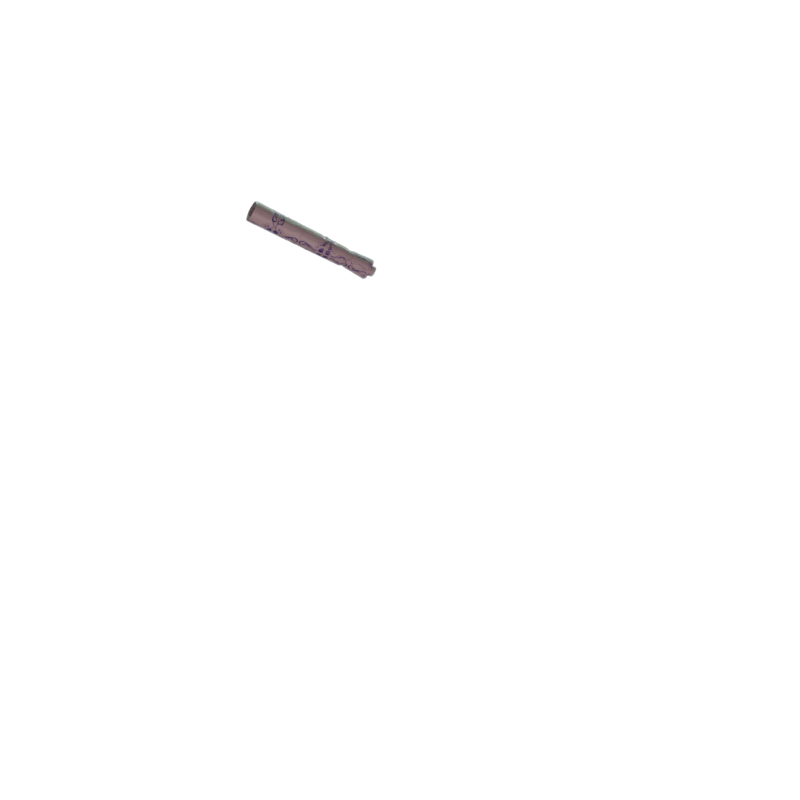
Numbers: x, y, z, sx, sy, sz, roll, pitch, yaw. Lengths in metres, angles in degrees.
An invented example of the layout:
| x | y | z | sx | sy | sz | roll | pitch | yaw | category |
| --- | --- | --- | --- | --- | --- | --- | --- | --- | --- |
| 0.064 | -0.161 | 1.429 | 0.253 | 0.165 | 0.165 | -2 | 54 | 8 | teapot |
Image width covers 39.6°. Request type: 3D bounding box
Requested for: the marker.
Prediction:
| x | y | z | sx | sy | sz | roll | pitch | yaw | category |
| --- | --- | --- | --- | --- | --- | --- | --- | --- | --- |
| -0.074 | -0.135 | 0.945 | 0.117 | 0.020 | 0.020 | 25 | -4 | -15 | marker |
